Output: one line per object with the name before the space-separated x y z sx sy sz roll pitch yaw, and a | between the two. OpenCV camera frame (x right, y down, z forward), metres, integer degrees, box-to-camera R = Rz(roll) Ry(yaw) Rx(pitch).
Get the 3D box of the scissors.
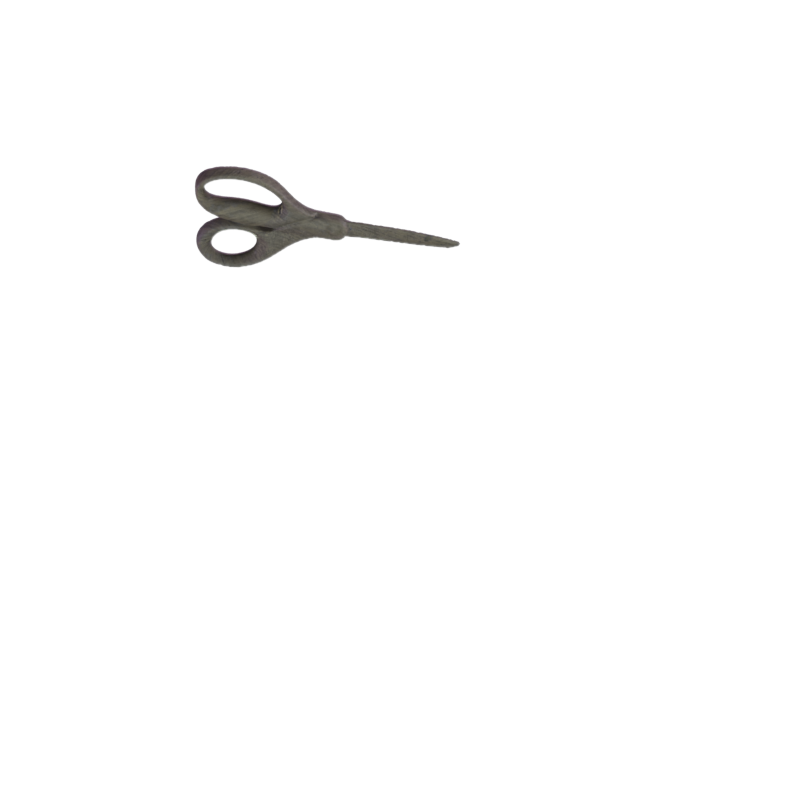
scissors | -0.065 -0.119 0.836 0.195 0.017 0.093 19 -49 -18
